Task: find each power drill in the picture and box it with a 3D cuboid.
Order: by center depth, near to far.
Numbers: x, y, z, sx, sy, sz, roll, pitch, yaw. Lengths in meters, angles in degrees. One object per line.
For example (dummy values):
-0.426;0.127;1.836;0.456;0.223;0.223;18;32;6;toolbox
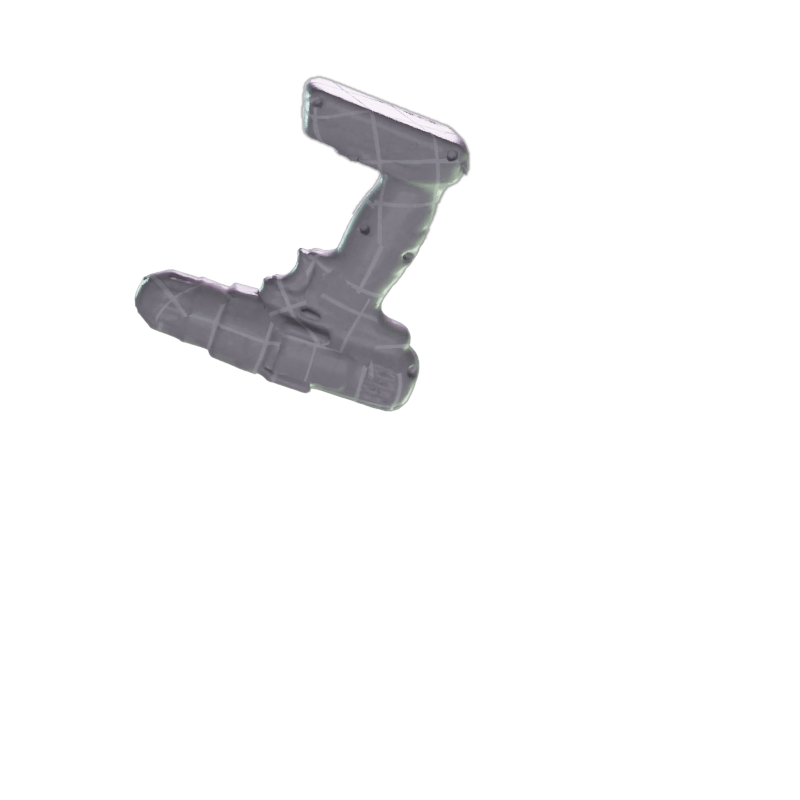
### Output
-0.053;-0.097;0.678;0.182;0.182;0.060;19;20;-8;power drill
